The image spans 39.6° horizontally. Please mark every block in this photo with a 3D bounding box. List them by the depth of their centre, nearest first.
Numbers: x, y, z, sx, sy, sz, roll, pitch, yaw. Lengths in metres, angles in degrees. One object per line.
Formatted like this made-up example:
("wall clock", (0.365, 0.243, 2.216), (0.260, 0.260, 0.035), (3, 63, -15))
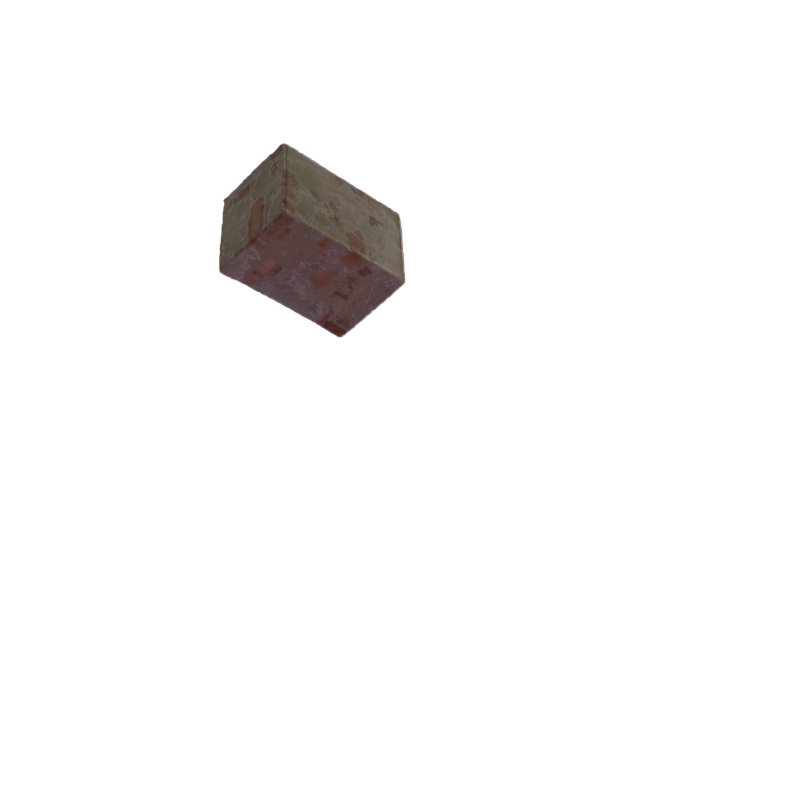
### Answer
("block", (-0.043, -0.078, 0.548), (0.074, 0.055, 0.052), (29, -51, -29))
